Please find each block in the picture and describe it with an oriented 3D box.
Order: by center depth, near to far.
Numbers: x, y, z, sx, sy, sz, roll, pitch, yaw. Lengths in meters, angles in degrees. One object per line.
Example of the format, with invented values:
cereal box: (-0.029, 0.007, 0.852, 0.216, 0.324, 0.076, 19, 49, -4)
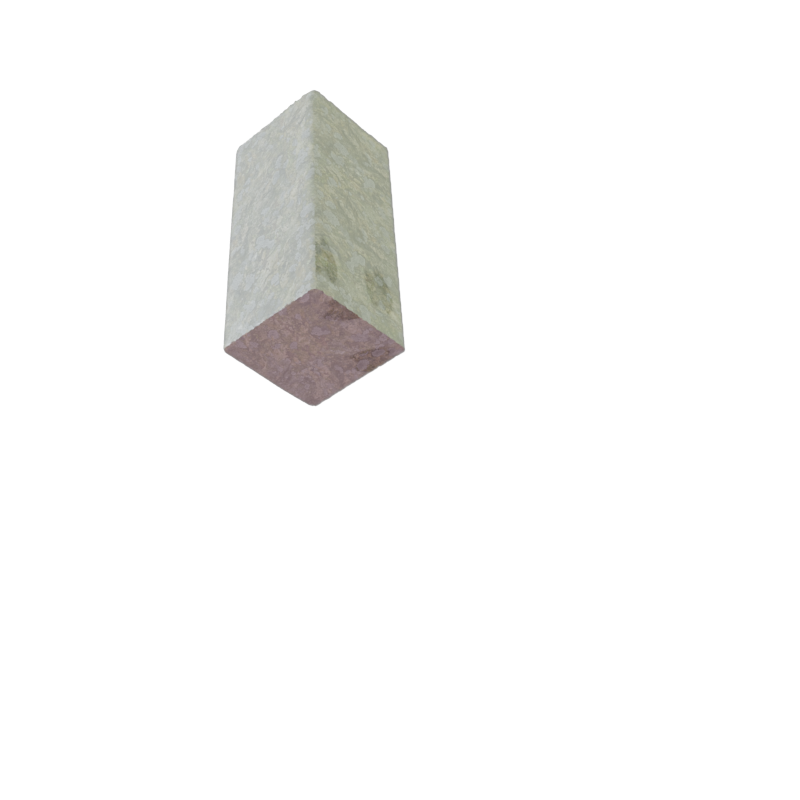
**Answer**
block: (-0.064, -0.115, 0.806, 0.090, 0.221, 0.084, -33, -49, 29)
